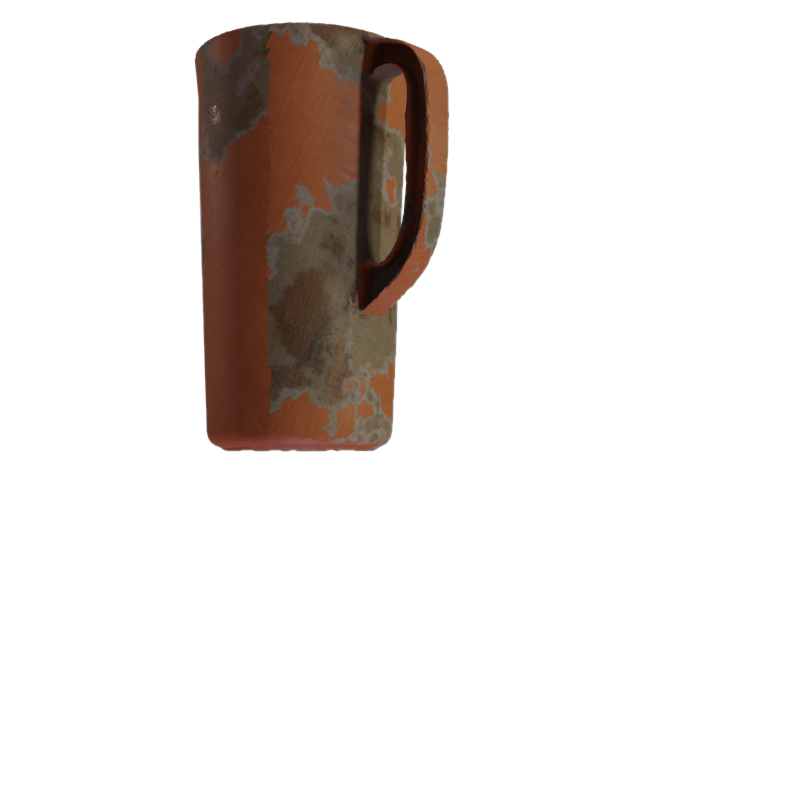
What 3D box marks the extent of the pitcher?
[{"bbox_3d":[-0.051,-0.093,0.655,0.144,0.249,0.147,0,-9,-4],"label":"pitcher"}]
